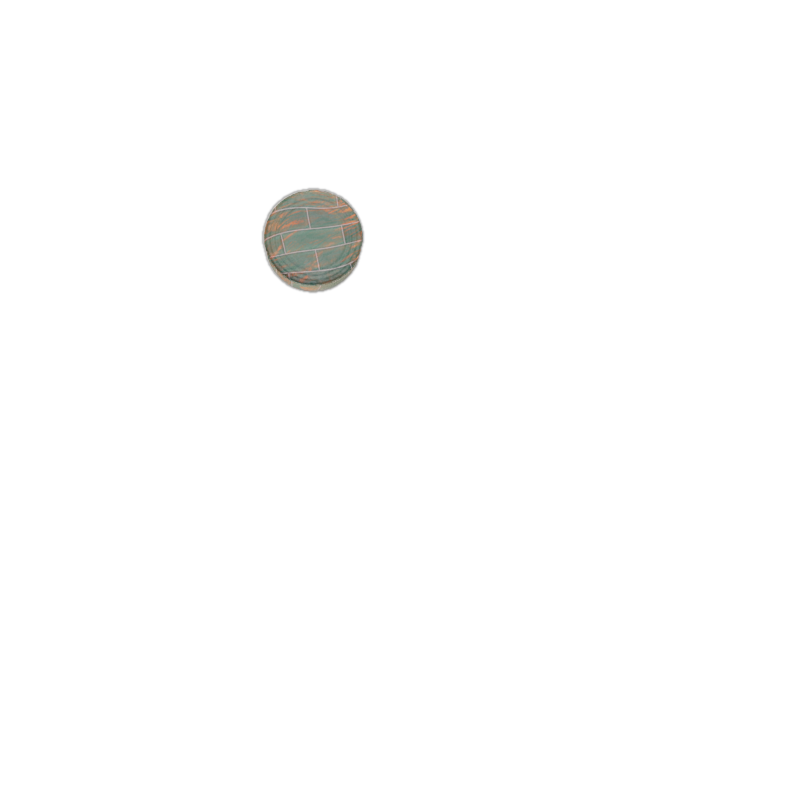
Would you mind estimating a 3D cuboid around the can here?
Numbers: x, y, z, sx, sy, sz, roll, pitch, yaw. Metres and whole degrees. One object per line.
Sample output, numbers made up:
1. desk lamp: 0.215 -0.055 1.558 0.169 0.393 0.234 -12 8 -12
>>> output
1. can: -0.076 -0.138 0.965 0.086 0.089 0.032 0 -13 -1
